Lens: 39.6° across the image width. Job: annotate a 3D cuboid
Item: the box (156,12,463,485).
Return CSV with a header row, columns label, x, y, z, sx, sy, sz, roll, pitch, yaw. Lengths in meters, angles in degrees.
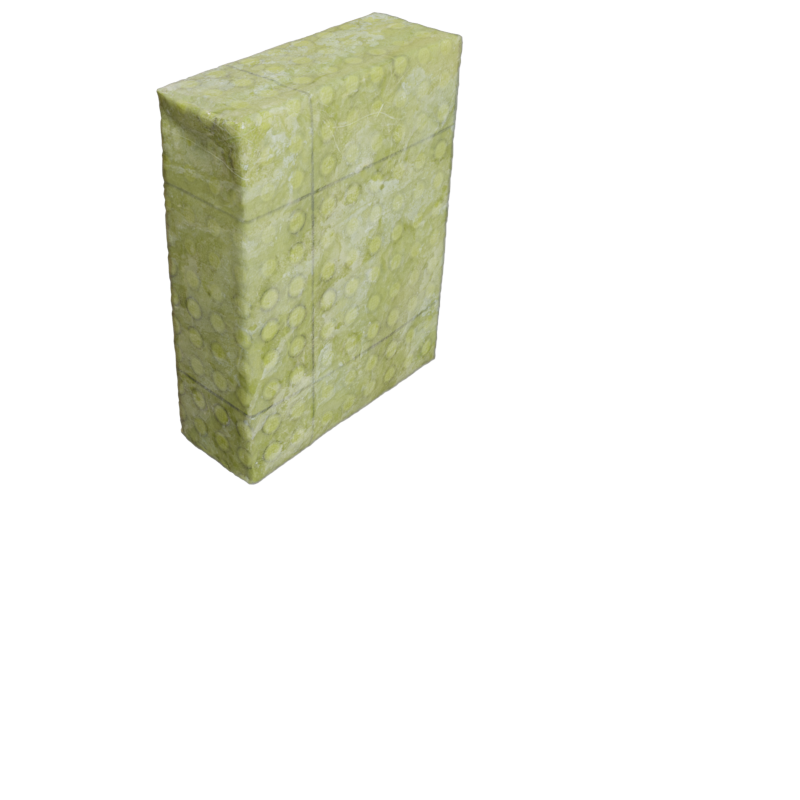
label,x,y,z,sx,sy,sz,roll,pitch,yaw
box,-0.048,-0.087,0.608,0.076,0.201,0.164,26,40,32
